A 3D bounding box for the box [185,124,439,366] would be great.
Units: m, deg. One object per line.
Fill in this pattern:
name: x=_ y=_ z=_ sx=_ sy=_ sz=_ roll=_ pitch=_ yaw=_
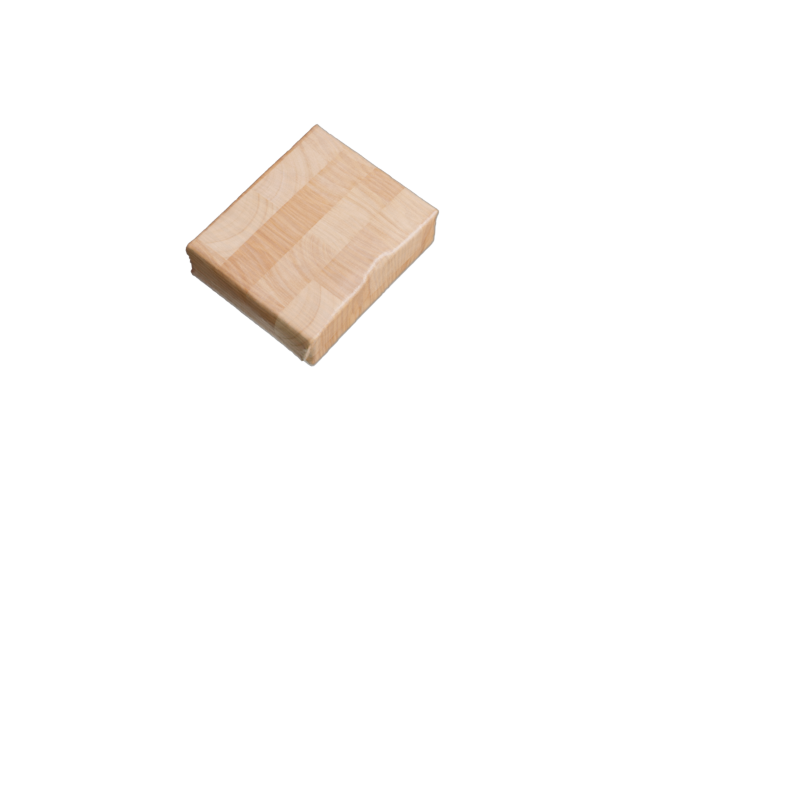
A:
box: x=-0.039 y=-0.070 z=0.491 sx=0.076 sy=0.091 sz=0.028 roll=36 pitch=-23 yaw=18
